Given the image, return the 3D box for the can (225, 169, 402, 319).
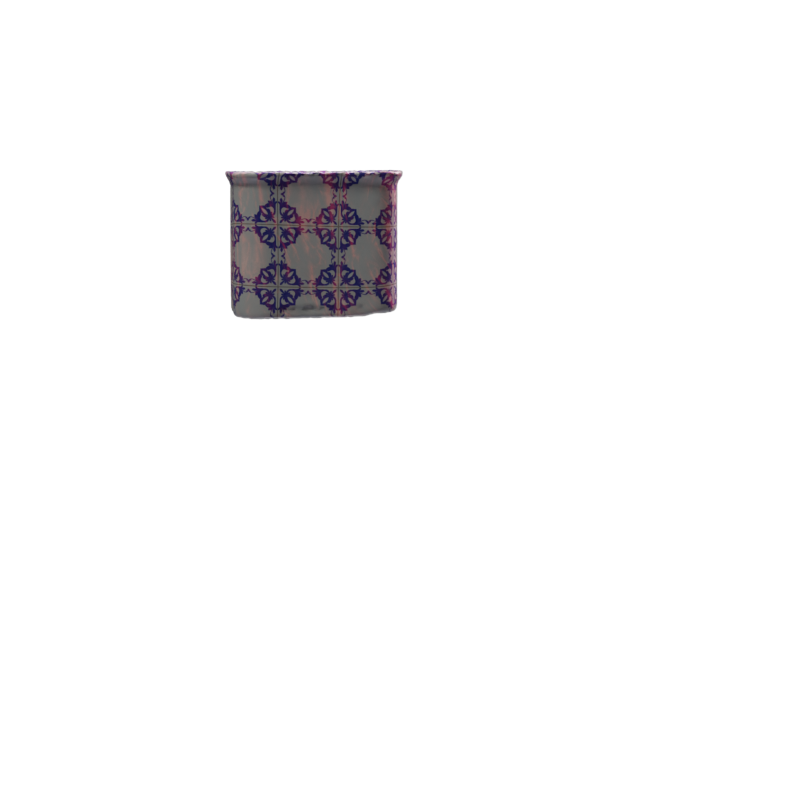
[{"bbox_3d":[-0.051,-0.093,0.651,0.101,0.083,0.059,-1,7,-10],"label":"can"}]
